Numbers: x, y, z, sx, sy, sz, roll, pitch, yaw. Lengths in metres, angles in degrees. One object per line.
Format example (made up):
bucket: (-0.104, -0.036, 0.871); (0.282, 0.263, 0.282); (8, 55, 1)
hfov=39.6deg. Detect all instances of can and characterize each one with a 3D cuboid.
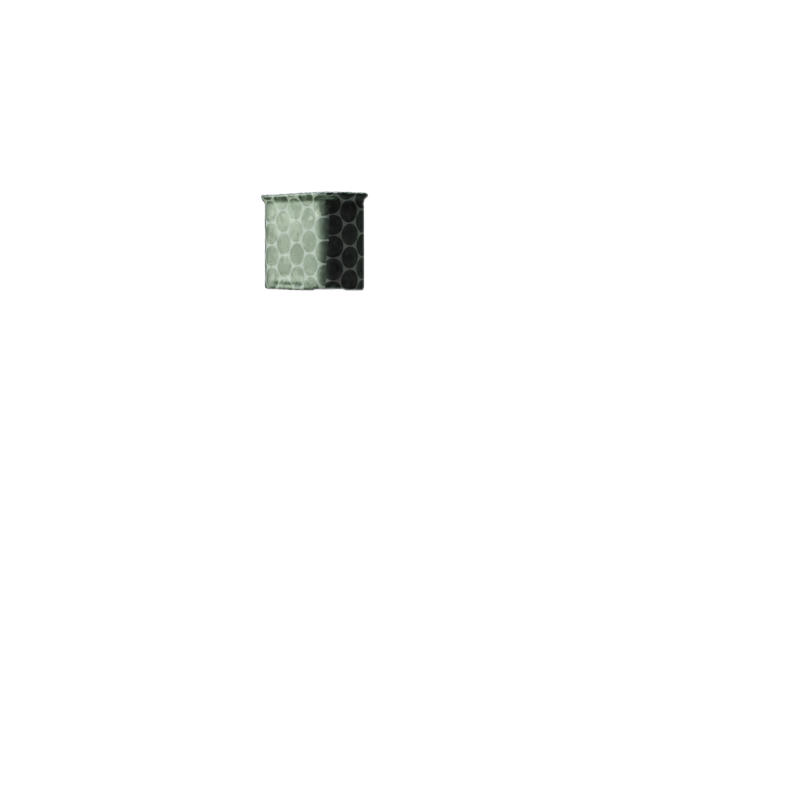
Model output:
can: (-0.076, -0.138, 0.969); (0.055, 0.084, 0.106); (-2, 4, -43)
